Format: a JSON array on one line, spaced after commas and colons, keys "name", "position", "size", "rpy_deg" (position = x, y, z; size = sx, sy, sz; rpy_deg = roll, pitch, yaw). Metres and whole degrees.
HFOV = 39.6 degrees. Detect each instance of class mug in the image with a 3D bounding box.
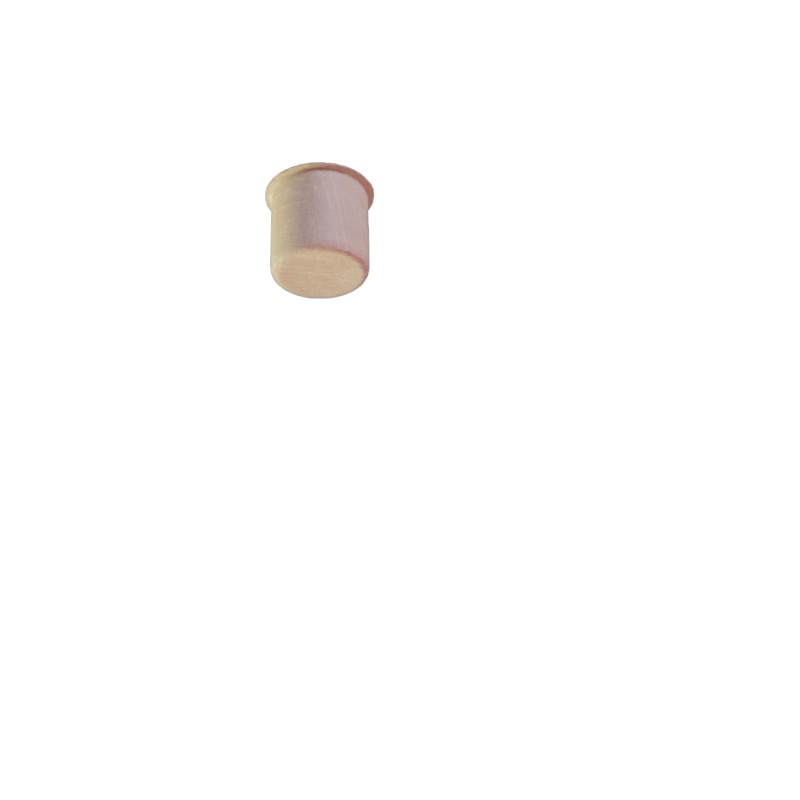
[{"name": "mug", "position": [-0.073, -0.133, 0.930], "size": [0.089, 0.087, 0.115], "rpy_deg": [15, -34, -26]}]
